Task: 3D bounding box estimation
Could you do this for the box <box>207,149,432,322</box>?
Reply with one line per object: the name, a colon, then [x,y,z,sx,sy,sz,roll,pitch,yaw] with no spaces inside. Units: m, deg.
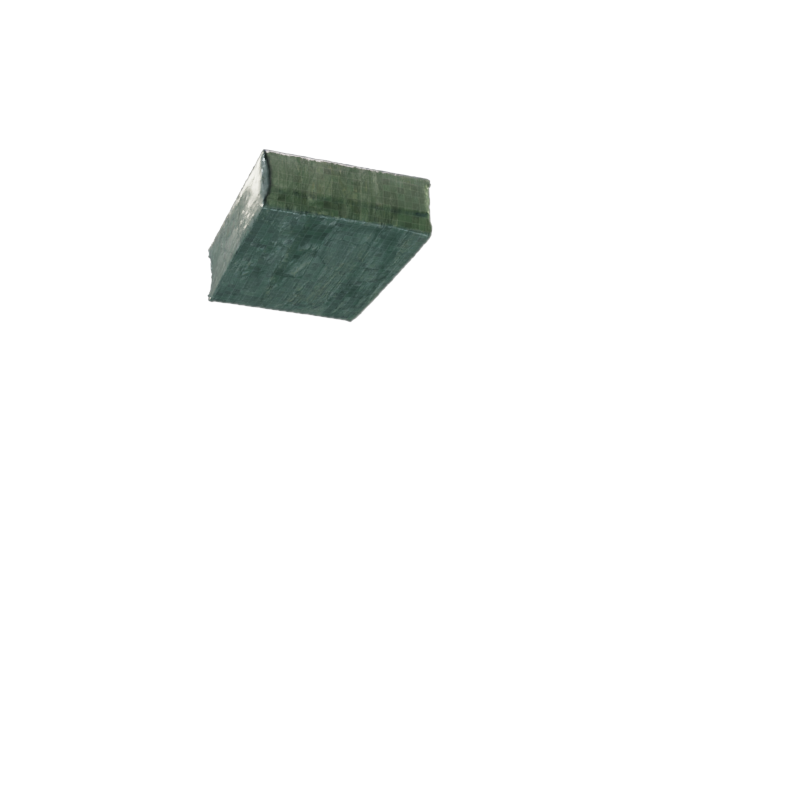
box: [-0.046,-0.084,0.586,0.087,0.041,0.110,9,-26,-20]
